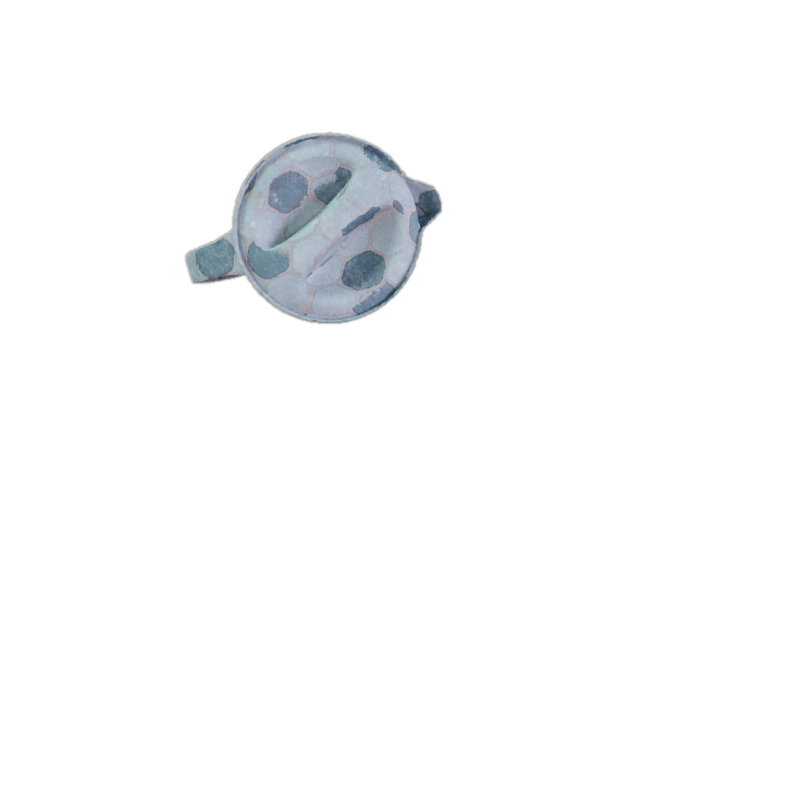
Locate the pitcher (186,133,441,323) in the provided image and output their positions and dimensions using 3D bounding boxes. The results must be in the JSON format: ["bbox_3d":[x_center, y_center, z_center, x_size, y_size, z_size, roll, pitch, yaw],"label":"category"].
[{"bbox_3d":[-0.069,-0.127,0.886,0.149,0.145,0.243,28,0,-4],"label":"pitcher"}]
